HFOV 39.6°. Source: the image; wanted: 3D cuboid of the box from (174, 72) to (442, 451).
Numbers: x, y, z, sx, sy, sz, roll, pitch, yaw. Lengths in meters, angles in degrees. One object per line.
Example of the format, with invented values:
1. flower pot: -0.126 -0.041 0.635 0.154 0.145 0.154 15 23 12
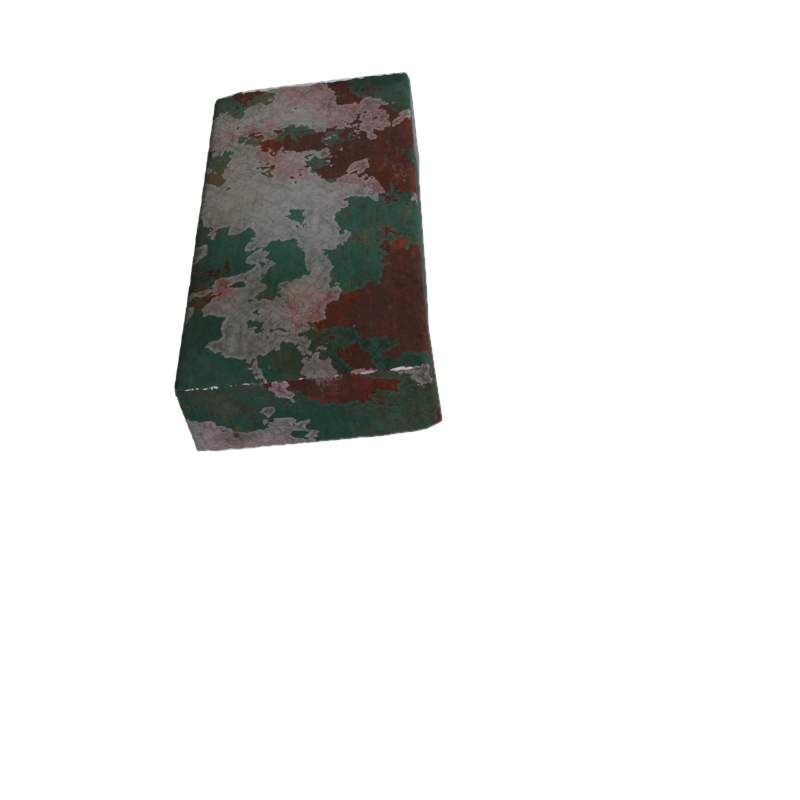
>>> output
1. box: -0.036 -0.065 0.457 0.094 0.189 0.044 -7 -41 5
